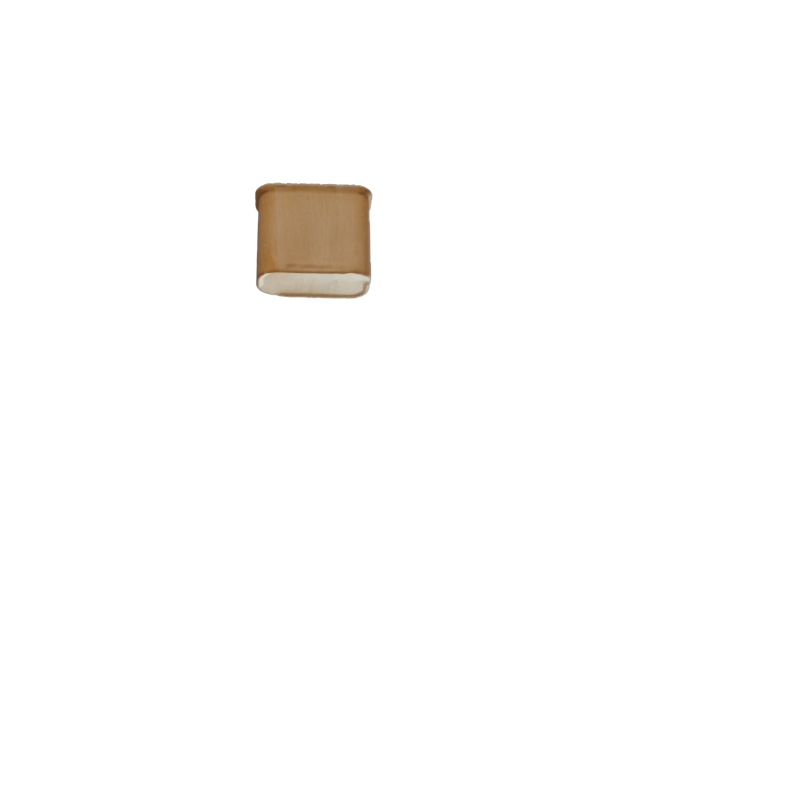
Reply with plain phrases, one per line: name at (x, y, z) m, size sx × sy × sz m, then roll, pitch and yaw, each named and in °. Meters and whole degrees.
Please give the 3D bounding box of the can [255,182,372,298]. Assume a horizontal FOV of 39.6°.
can at (-0.074, -0.136, 0.949) m, size 0.101 × 0.089 × 0.055 m, roll 1°, pitch -25°, yaw -4°
